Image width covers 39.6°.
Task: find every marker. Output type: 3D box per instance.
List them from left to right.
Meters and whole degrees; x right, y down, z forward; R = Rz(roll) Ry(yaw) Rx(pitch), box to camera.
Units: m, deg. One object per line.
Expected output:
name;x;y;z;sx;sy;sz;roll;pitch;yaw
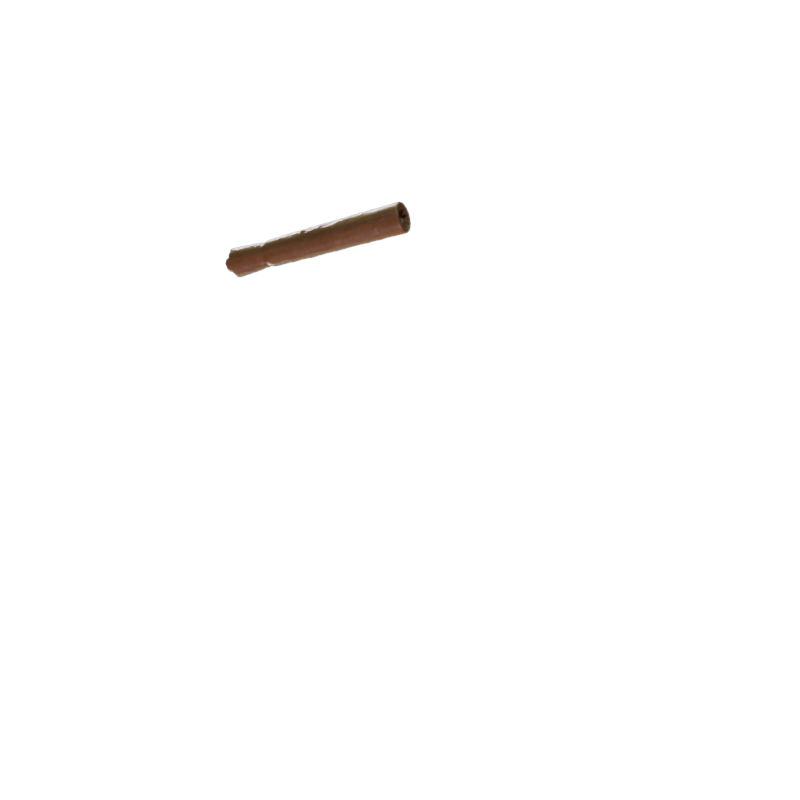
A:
marker;-0.052;-0.095;0.663;0.123;0.020;0.019;-11;-1;26
